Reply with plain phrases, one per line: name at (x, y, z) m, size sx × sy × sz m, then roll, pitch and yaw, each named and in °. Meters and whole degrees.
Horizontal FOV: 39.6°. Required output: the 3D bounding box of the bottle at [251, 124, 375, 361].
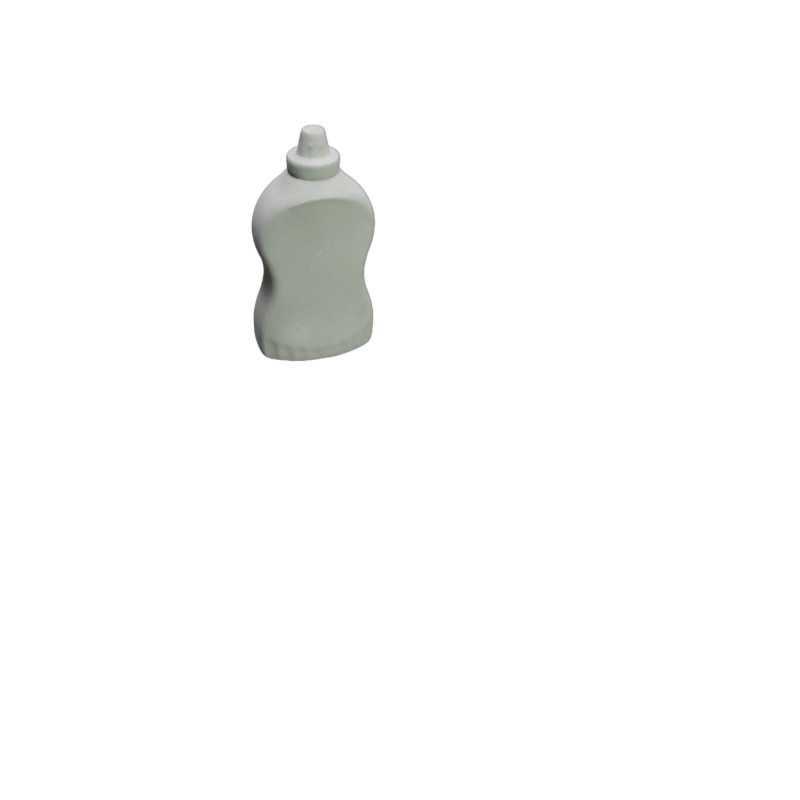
bottle at (-0.068, -0.124, 0.870) m, size 0.095 × 0.180 × 0.063 m, roll -7°, pitch 33°, yaw -14°
